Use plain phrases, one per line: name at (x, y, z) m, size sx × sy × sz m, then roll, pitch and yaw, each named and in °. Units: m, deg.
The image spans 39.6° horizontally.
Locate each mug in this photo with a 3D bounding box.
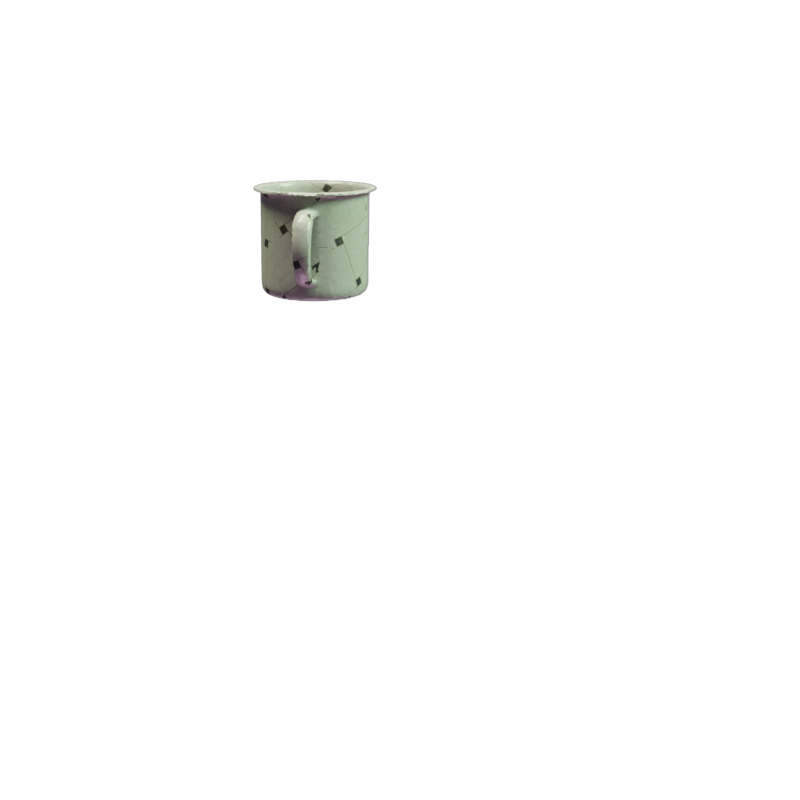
mug at (-0.065, -0.118, 0.829) m, size 0.094 × 0.079 × 0.120 m, roll 1°, pitch 14°, yaw 3°
